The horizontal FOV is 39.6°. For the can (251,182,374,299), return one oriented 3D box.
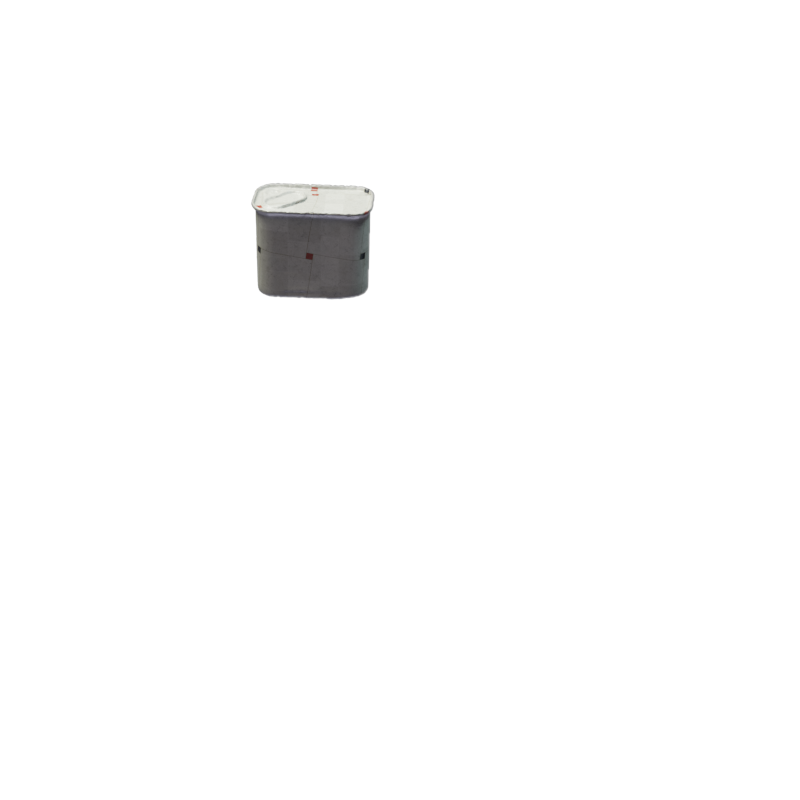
[{"bbox_3d":[-0.074,-0.135,0.948,0.102,0.079,0.061,3,30,3],"label":"can"}]
